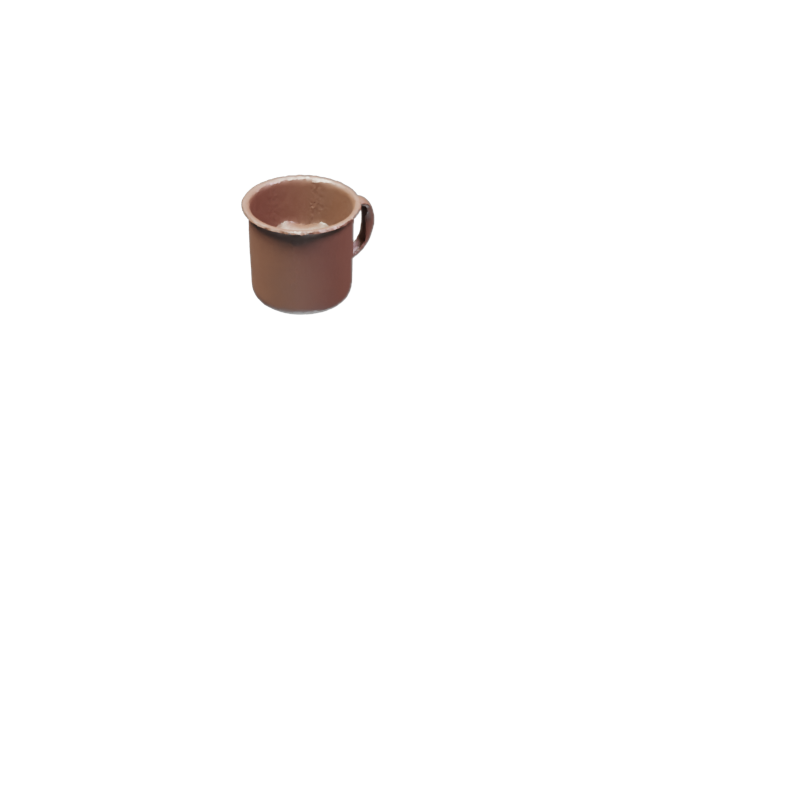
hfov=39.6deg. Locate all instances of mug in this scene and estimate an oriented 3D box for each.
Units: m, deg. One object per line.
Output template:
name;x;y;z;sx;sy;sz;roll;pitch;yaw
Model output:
mug;-0.069;-0.127;0.886;0.116;0.076;0.100;-26;44;-32
